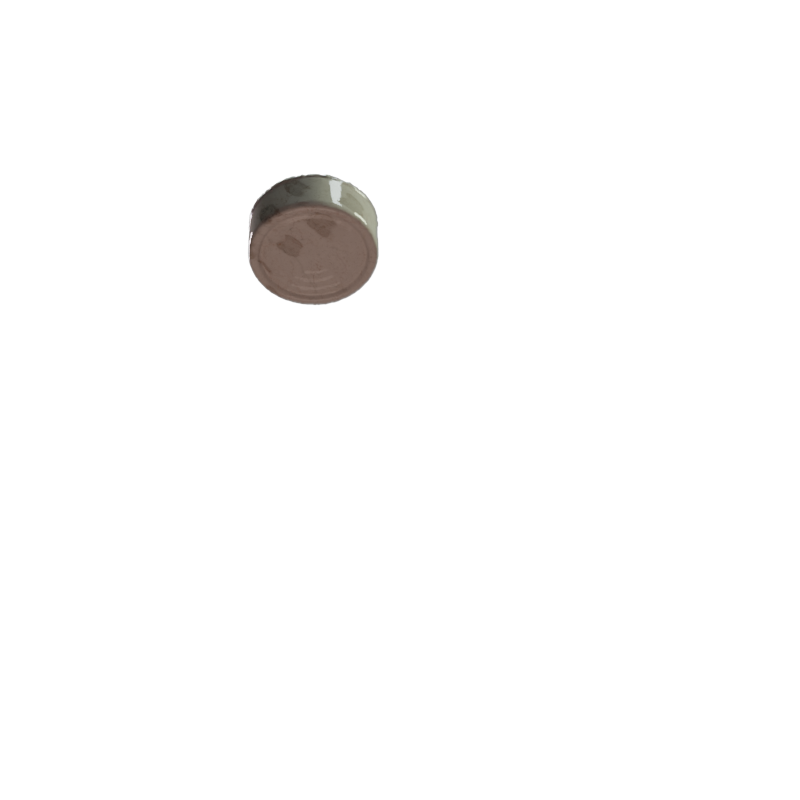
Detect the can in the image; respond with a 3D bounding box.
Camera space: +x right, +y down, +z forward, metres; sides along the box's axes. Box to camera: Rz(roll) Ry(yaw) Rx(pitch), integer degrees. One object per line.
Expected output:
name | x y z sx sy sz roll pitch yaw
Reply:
can | -0.057 -0.103 0.723 0.086 0.080 0.036 1 42 -1
